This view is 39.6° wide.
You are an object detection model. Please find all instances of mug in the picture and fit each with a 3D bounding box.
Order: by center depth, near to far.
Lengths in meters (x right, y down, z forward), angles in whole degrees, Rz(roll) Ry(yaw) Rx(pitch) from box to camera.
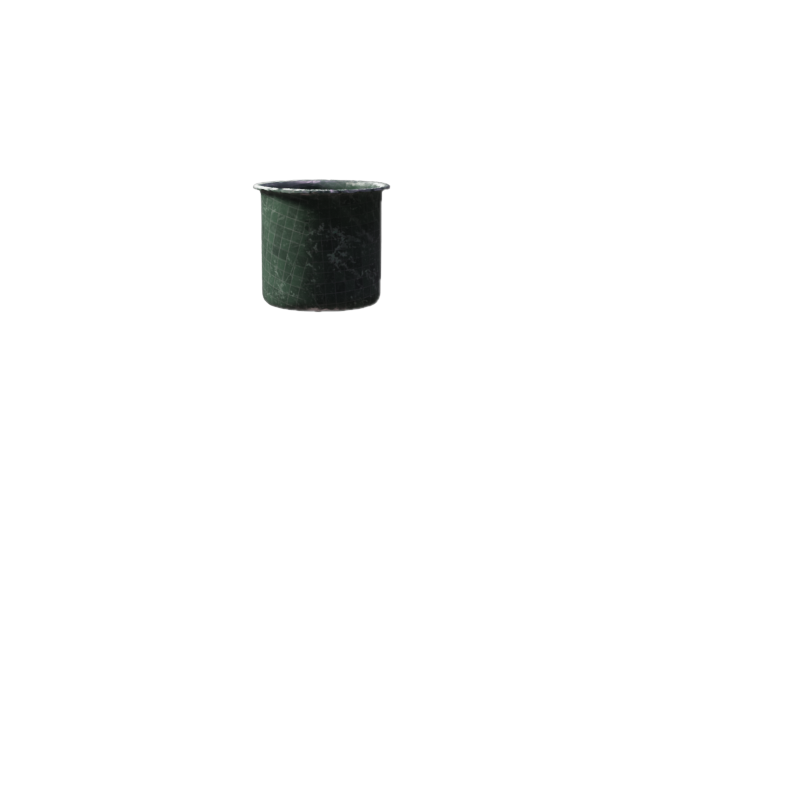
[{"bbox_3d":[-0.060,-0.109,0.765,0.091,0.080,0.123,-7,15,-29],"label":"mug"}]
